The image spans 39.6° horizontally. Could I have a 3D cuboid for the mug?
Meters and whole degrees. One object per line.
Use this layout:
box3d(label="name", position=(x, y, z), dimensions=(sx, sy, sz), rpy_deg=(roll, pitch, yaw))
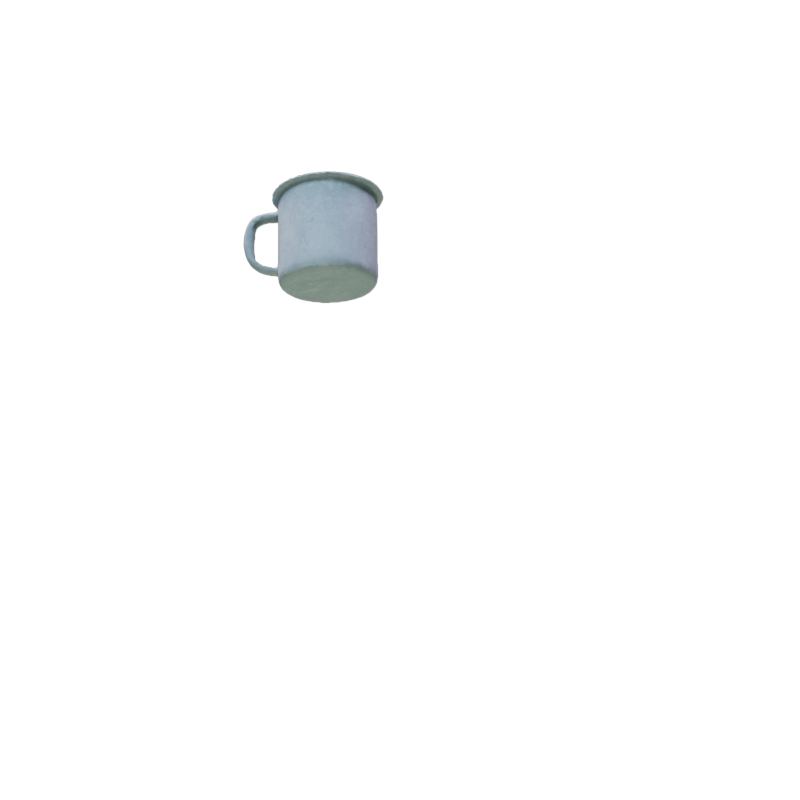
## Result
box3d(label="mug", position=(-0.072, -0.130, 0.914), dimensions=(0.118, 0.086, 0.088), rpy_deg=(-2, -21, 4))
